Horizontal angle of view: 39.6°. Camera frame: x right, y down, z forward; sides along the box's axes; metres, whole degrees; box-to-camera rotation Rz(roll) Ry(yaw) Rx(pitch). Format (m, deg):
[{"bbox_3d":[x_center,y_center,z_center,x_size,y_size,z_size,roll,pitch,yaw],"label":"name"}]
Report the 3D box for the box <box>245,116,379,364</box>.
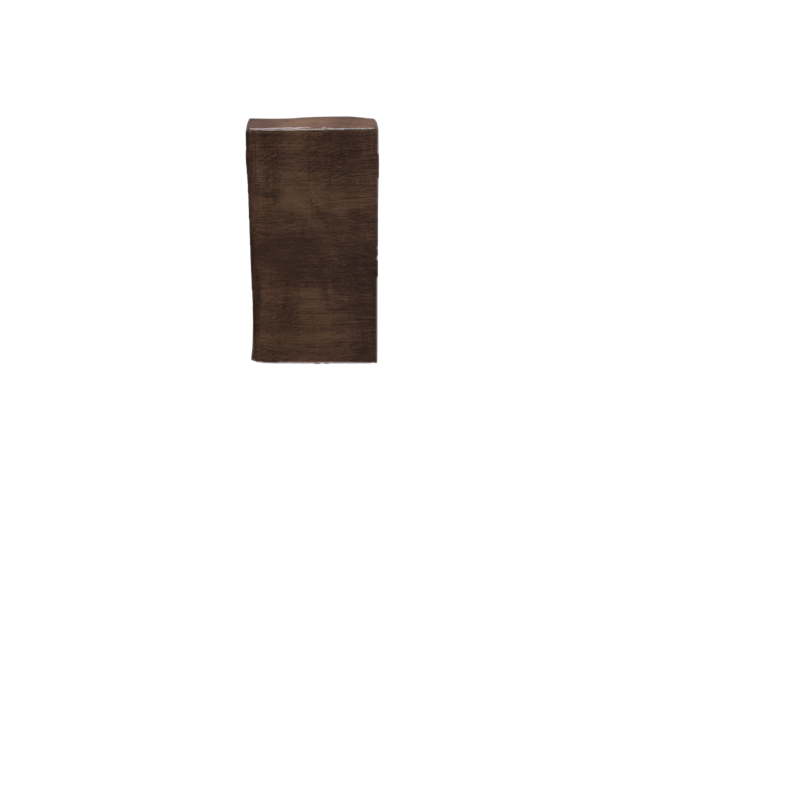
[{"bbox_3d":[-0.062,-0.113,0.794,0.093,0.169,0.050,1,17,-2],"label":"box"}]
